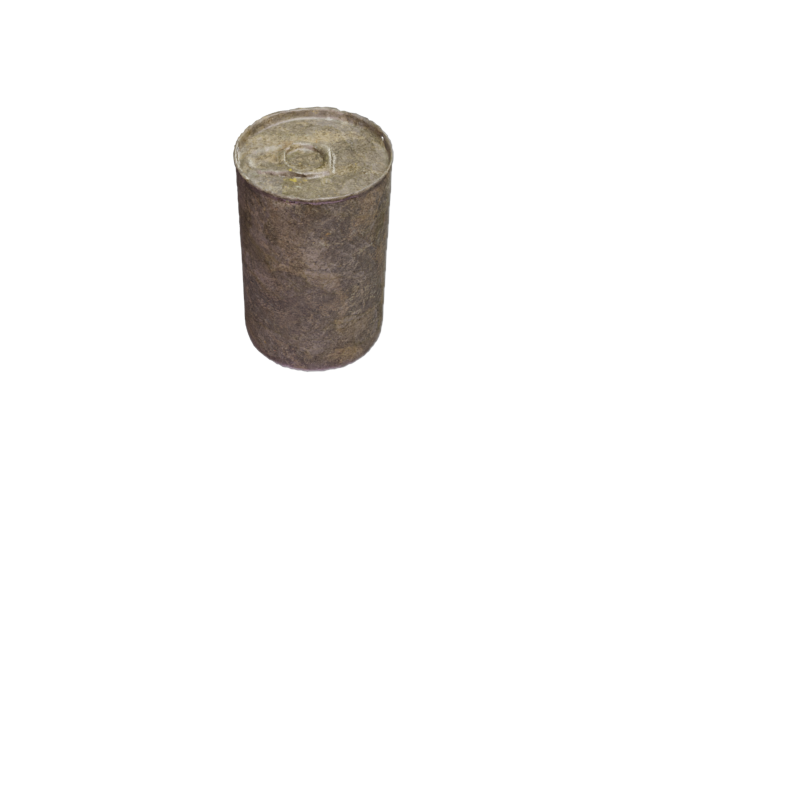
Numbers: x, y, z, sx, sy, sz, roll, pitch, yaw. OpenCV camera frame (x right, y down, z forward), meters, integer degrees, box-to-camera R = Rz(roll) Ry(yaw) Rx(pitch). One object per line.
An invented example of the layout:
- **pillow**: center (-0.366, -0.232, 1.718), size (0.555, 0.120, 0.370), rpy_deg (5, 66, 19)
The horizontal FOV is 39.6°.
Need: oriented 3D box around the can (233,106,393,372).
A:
- **can**: center (-0.039, -0.071, 0.499), size (0.068, 0.095, 0.074), rpy_deg (0, 44, -3)
